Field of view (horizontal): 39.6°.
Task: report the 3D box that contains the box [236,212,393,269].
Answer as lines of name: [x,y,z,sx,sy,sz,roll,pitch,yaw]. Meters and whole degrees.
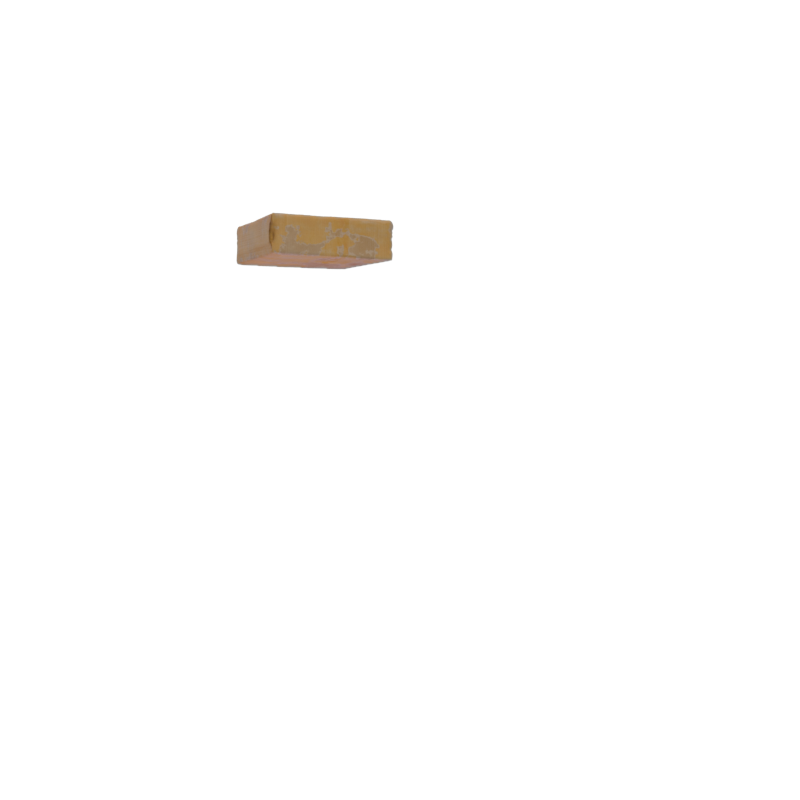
box: [-0.059,-0.109,0.761,0.087,0.030,0.075,0,0,-24]
